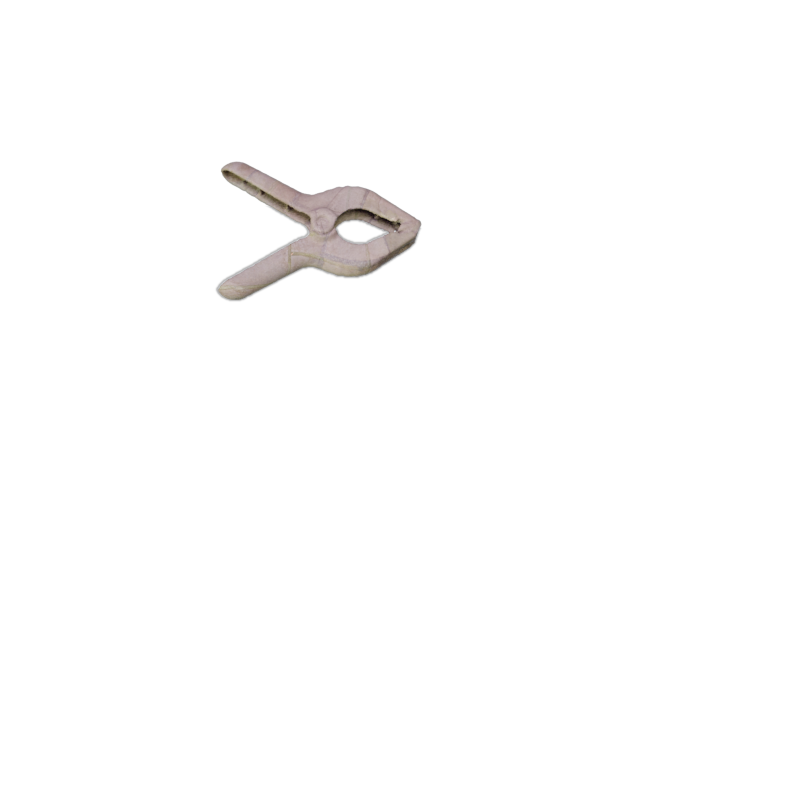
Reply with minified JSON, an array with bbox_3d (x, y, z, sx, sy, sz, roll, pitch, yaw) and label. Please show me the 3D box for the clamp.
[{"bbox_3d":[-0.071,-0.130,0.910,0.172,0.124,0.038,8,-16,2],"label":"clamp"}]
